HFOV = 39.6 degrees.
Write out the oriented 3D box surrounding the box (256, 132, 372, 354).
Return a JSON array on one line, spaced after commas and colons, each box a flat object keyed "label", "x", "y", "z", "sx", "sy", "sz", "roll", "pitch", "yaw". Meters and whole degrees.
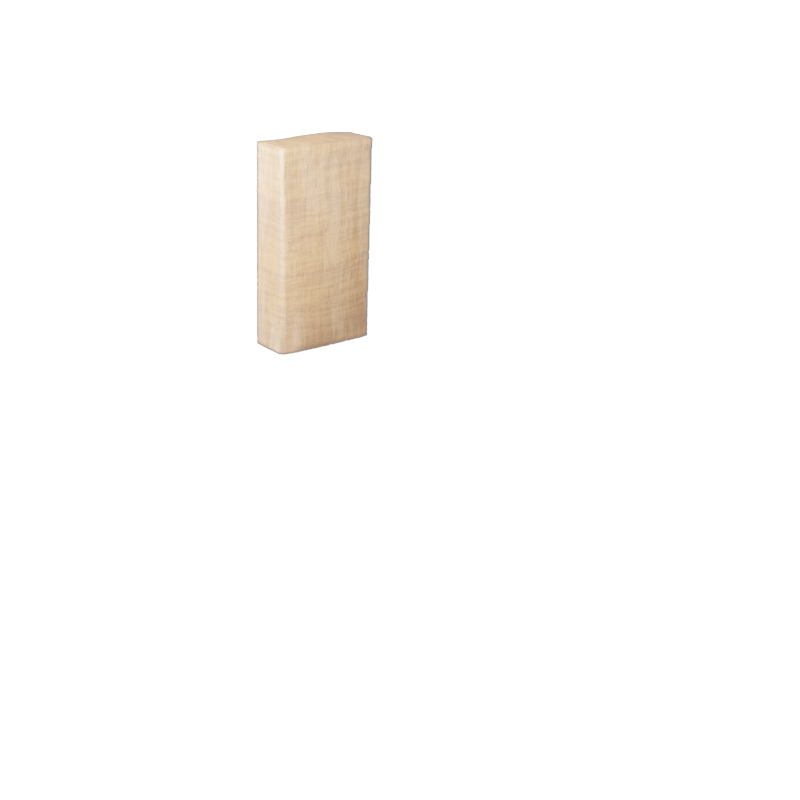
[{"label": "box", "x": -0.072, "y": -0.132, "z": 0.926, "sx": 0.091, "sy": 0.170, "sz": 0.051, "roll": -11, "pitch": 19, "yaw": -36}]
